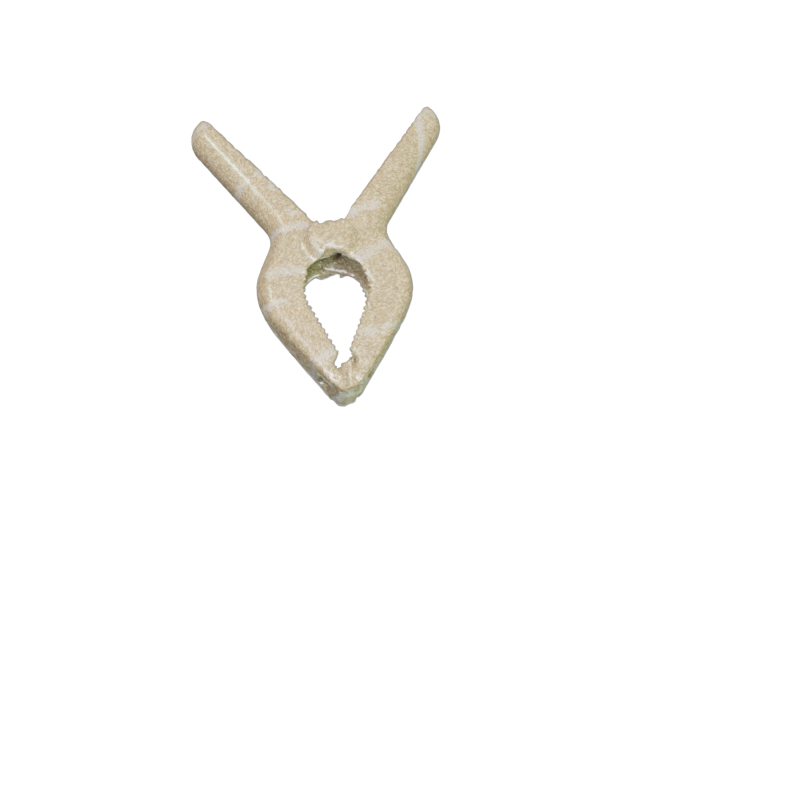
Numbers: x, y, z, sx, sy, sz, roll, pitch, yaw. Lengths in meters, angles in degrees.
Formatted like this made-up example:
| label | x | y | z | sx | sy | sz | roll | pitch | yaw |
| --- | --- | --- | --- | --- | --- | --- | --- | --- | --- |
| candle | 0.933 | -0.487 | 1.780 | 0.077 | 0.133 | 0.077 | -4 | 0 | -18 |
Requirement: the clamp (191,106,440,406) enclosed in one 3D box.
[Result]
| label | x | y | z | sx | sy | sz | roll | pitch | yaw |
| --- | --- | --- | --- | --- | --- | --- | --- | --- | --- |
| clamp | -0.054 | -0.099 | 0.694 | 0.164 | 0.223 | 0.034 | 0 | -29 | 0 |
